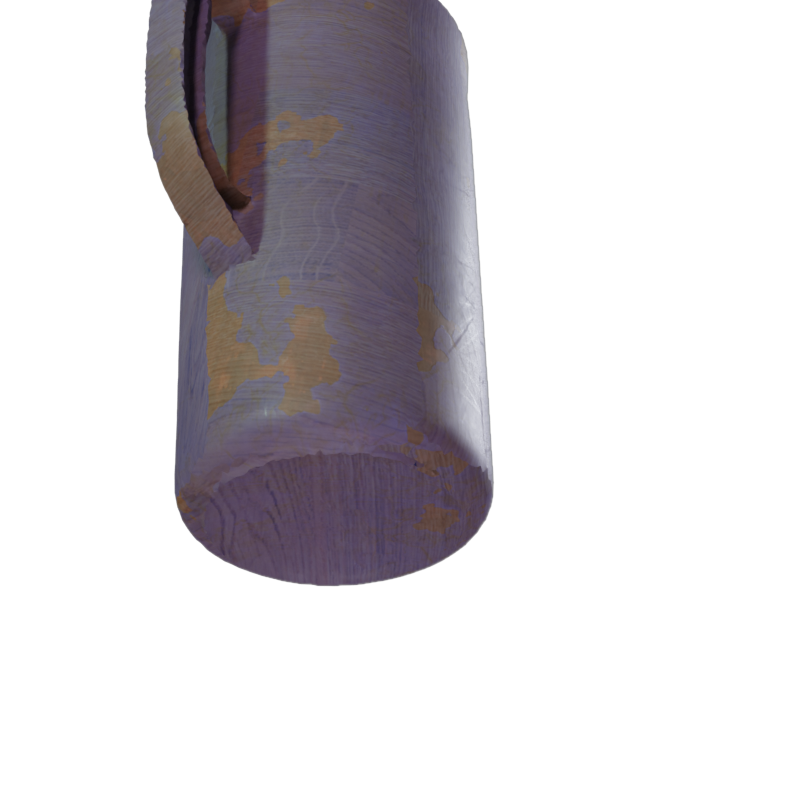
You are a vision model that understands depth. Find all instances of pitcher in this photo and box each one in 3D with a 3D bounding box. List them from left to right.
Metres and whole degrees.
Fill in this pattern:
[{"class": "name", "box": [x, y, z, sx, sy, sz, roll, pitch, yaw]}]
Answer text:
[{"class": "pitcher", "box": [-0.035, -0.063, 0.444, 0.147, 0.261, 0.137, 5, -41, -10]}]
